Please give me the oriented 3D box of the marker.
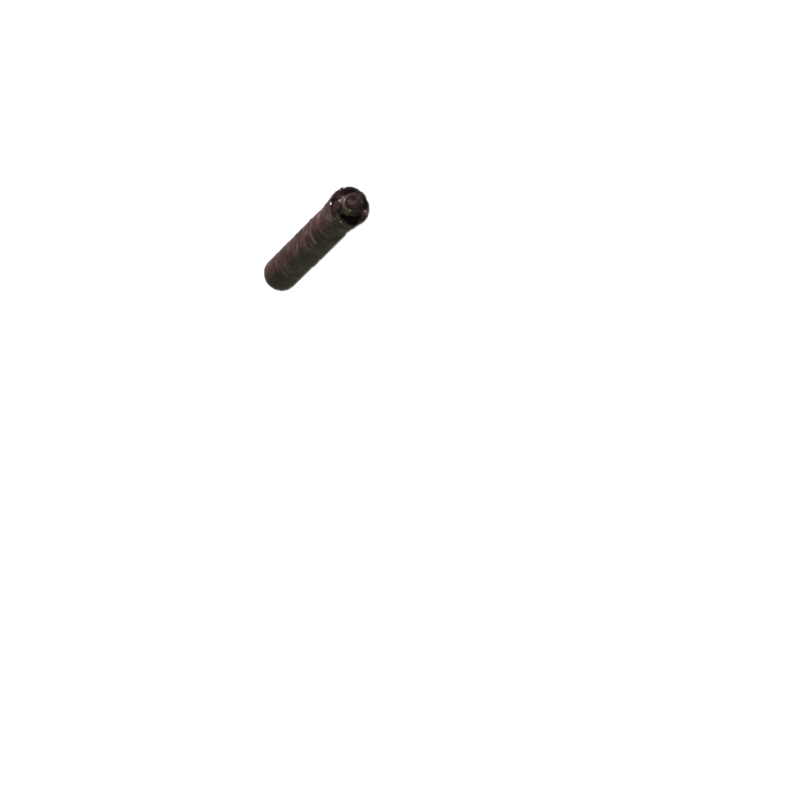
[{"bbox_3d":[-0.042,-0.077,0.542,0.019,0.020,0.120,-1,-9,-22],"label":"marker"}]
